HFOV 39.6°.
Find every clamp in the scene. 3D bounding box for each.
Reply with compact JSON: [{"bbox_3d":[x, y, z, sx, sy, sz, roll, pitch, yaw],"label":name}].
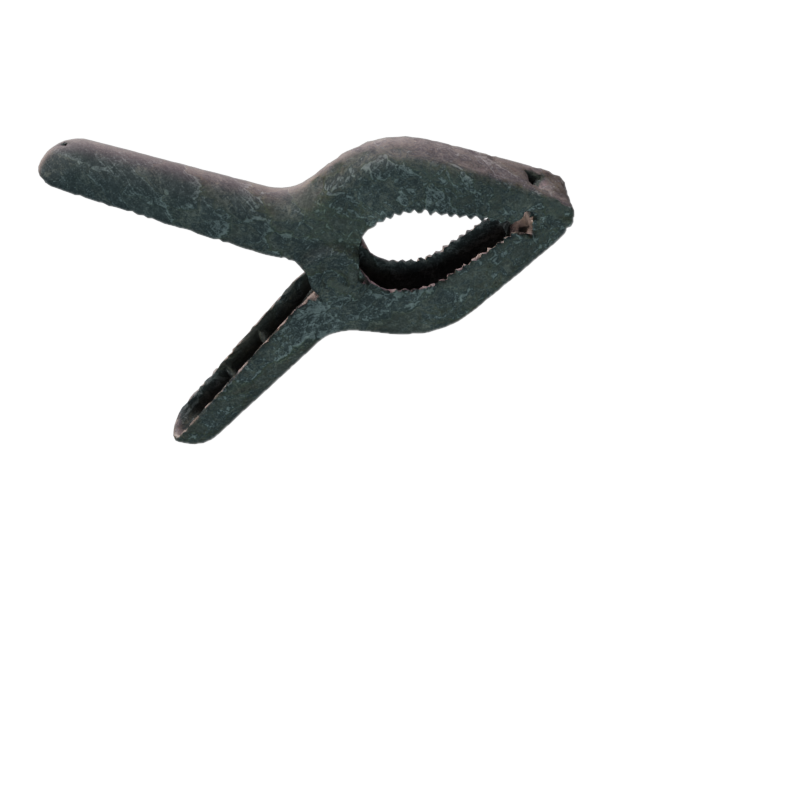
[{"bbox_3d":[-0.037,-0.067,0.466,0.211,0.153,0.039,-18,37,13],"label":"clamp"}]
